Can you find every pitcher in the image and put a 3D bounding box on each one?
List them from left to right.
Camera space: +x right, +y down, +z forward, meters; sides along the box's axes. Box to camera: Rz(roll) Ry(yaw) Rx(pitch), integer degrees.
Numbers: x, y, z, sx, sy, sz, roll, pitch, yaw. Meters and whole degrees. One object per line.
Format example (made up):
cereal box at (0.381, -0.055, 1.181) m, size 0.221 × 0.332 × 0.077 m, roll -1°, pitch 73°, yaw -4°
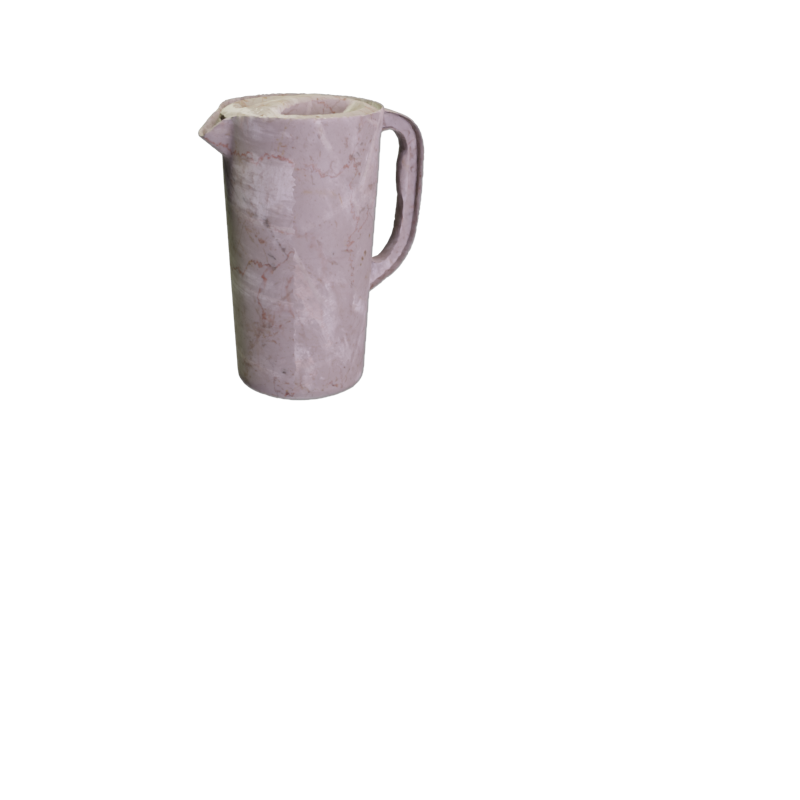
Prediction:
pitcher at (-0.072, -0.131, 0.918) m, size 0.154 × 0.233 × 0.146 m, roll 8°, pitch 20°, yaw 21°
